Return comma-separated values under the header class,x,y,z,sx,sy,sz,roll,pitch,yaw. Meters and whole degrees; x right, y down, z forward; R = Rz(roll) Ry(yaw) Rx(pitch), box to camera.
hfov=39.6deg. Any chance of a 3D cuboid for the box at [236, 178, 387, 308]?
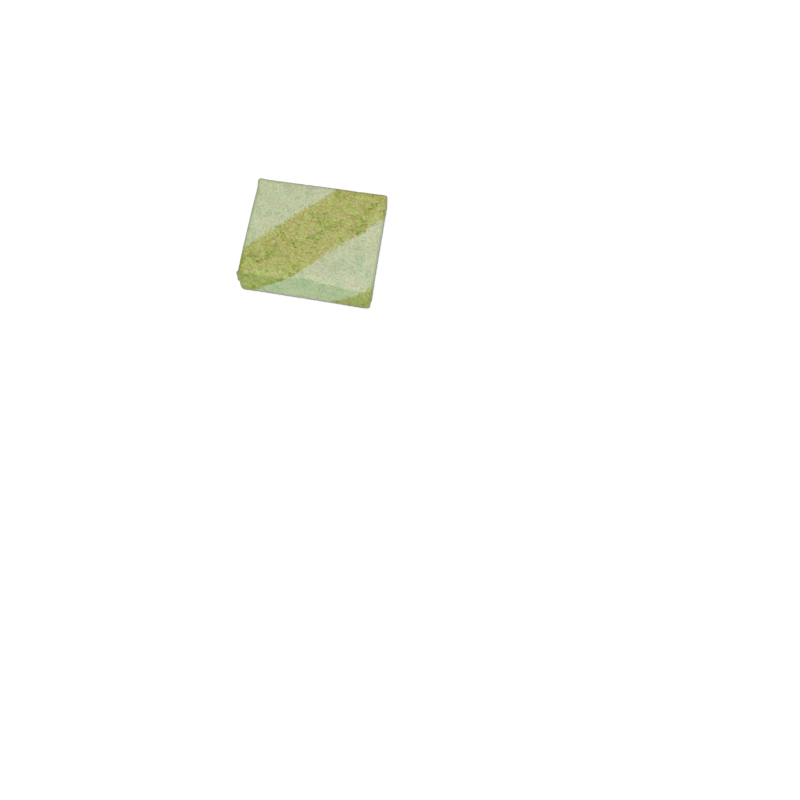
class,x,y,z,sx,sy,sz,roll,pitch,yaw
box,-0.058,-0.105,0.733,0.090,0.077,0.028,9,-25,4
